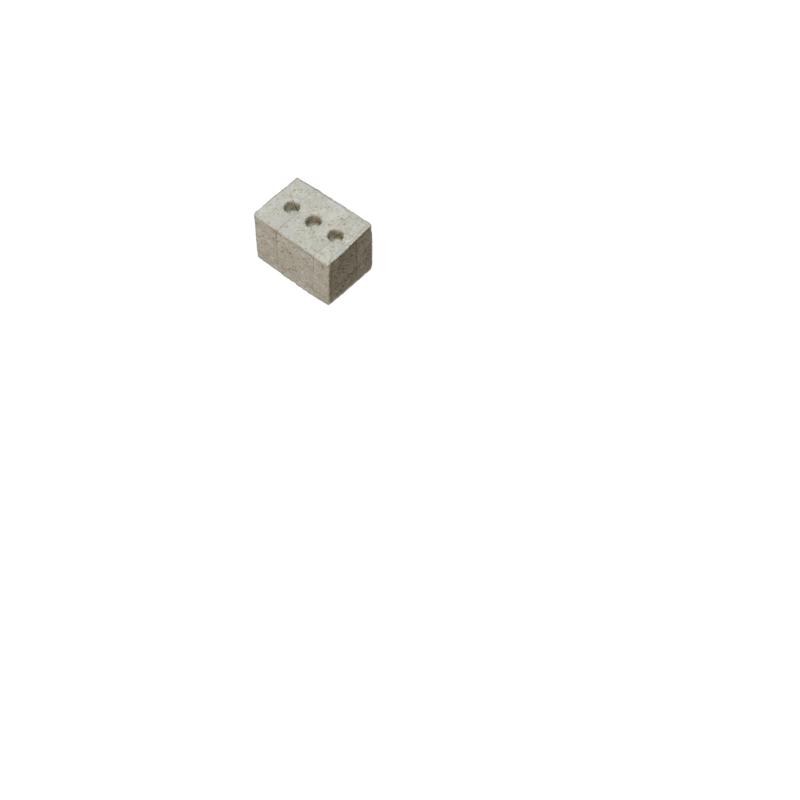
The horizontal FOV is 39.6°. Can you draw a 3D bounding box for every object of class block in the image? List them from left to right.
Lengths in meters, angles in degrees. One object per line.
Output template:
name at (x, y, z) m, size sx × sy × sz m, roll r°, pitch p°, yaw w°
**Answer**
block at (-0.067, -0.122, 0.852) m, size 0.082 × 0.048 × 0.054 m, roll 34°, pitch 59°, yaw 22°
